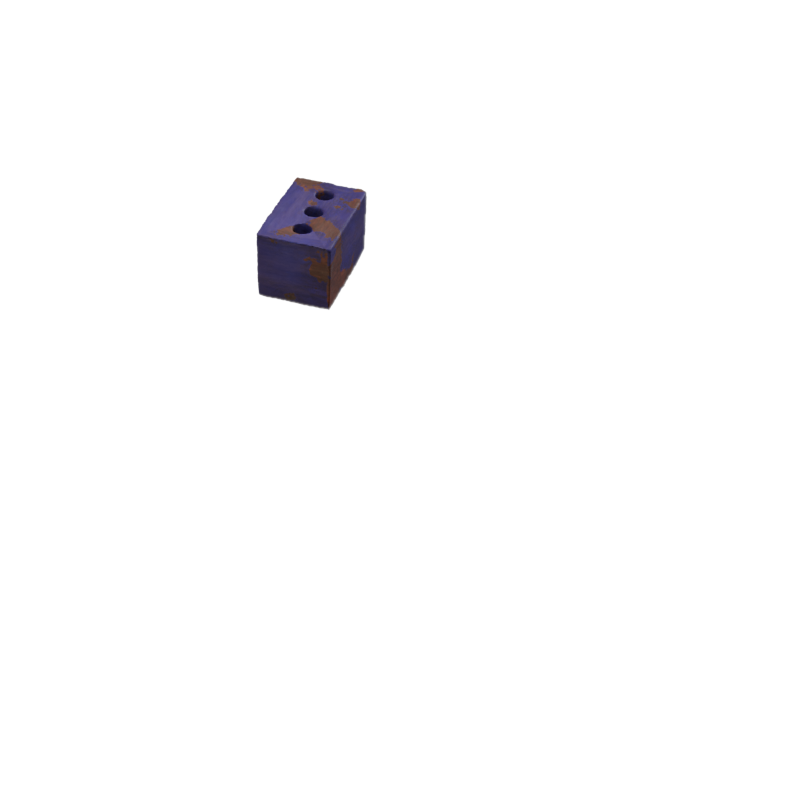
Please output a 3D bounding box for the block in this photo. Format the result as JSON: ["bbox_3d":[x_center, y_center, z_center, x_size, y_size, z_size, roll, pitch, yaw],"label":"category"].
[{"bbox_3d":[-0.059,-0.107,0.751,0.054,0.048,0.081,11,40,12],"label":"block"}]
